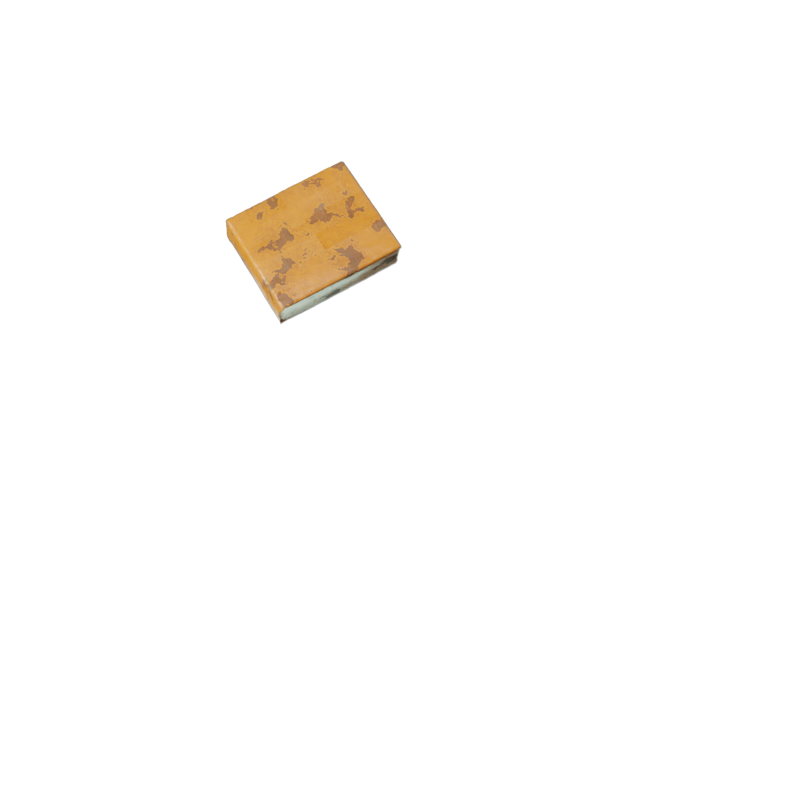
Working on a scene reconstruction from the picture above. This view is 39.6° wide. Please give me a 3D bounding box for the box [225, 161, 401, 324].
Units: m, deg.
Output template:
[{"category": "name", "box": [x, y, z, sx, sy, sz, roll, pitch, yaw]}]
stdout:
[{"category": "box", "box": [-0.069, -0.127, 0.887, 0.113, 0.095, 0.037, -30, -20, -13]}]
